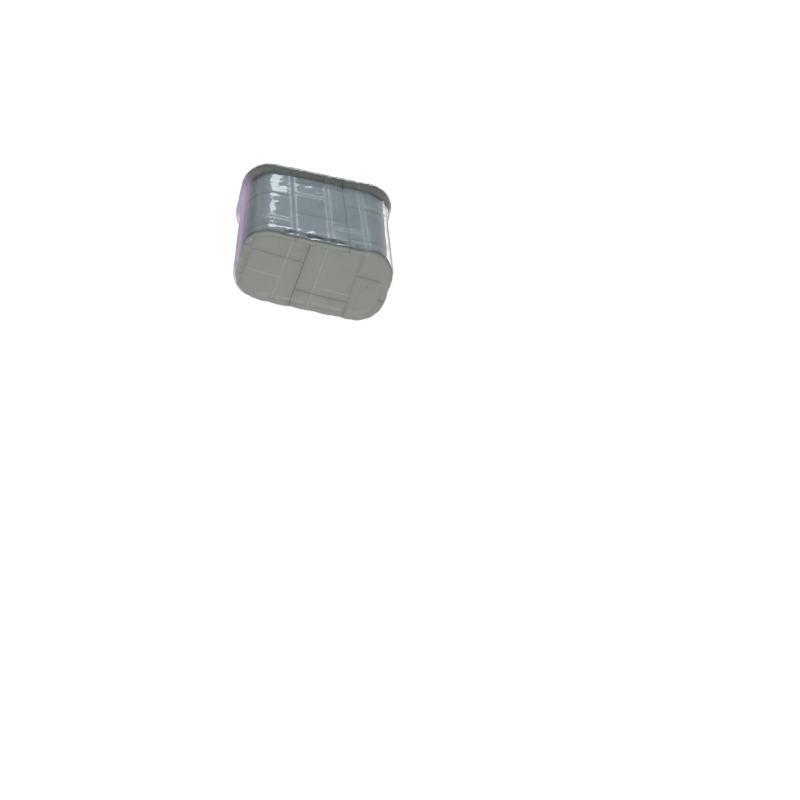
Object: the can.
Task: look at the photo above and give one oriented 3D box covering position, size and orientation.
[{"bbox_3d":[-0.056,-0.101,0.711,0.100,0.055,0.089,11,34,-9],"label":"can"}]
